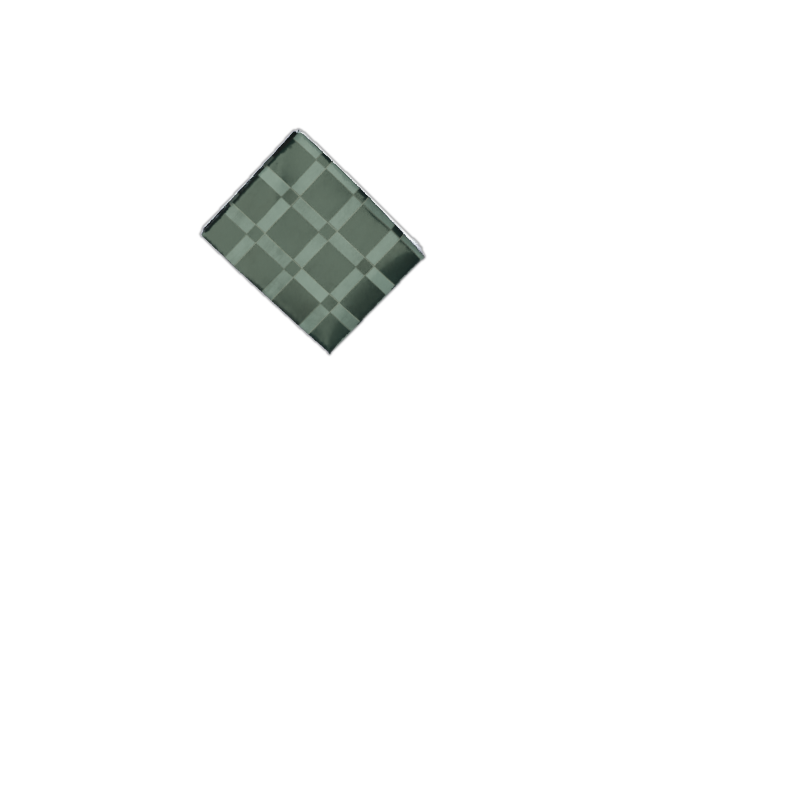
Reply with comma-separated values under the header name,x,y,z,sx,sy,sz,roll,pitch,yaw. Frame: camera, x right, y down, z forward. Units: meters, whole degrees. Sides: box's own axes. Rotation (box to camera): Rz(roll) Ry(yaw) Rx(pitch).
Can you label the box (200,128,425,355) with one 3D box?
name,x,y,z,sx,sy,sz,roll,pitch,yaw
box,-0.054,-0.099,0.690,0.112,0.089,0.040,44,5,-5
